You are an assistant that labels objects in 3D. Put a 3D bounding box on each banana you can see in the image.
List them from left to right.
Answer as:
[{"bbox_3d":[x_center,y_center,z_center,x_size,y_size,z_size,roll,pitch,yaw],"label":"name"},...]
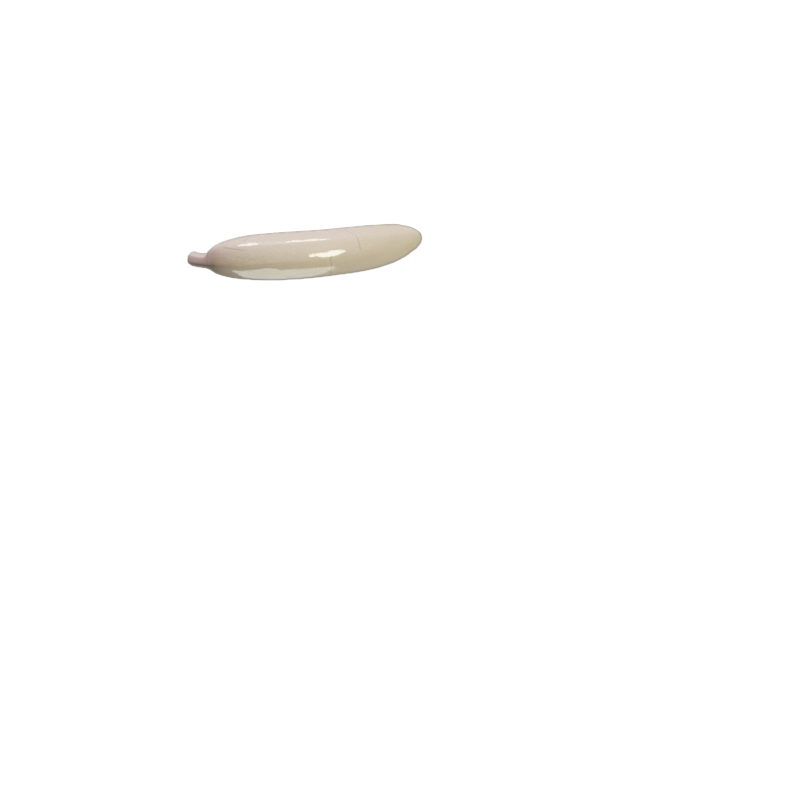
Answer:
[{"bbox_3d":[-0.070,-0.122,0.893,0.195,0.035,0.074,-5,24,-12],"label":"banana"}]
